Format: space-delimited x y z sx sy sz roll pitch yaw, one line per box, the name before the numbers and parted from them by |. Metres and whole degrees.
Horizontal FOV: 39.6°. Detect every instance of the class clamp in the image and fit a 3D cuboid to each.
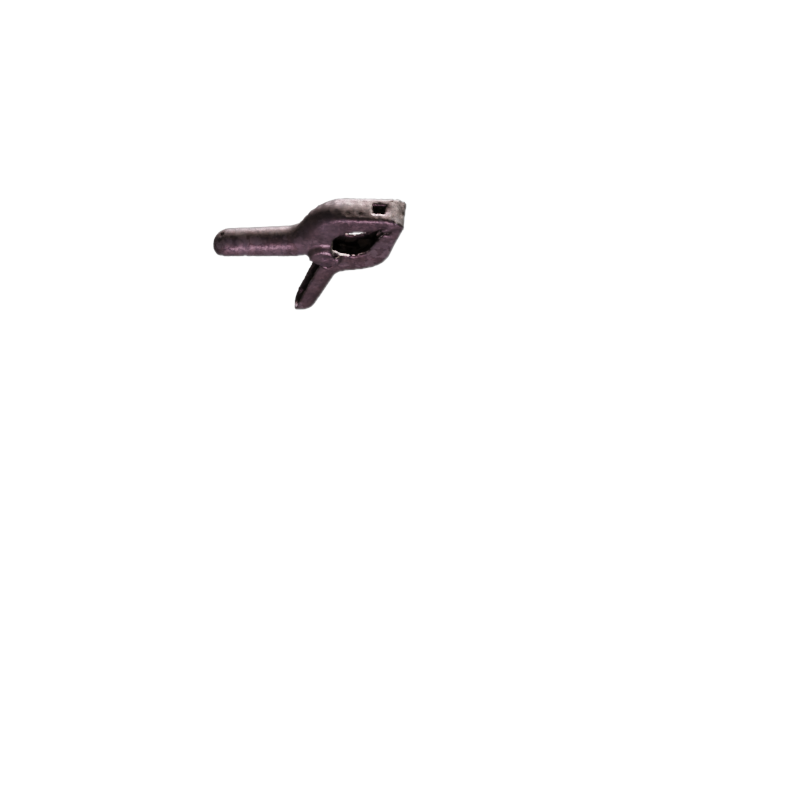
clamp | -0.074 -0.135 0.945 0.113 0.042 0.171 24 -36 -37
